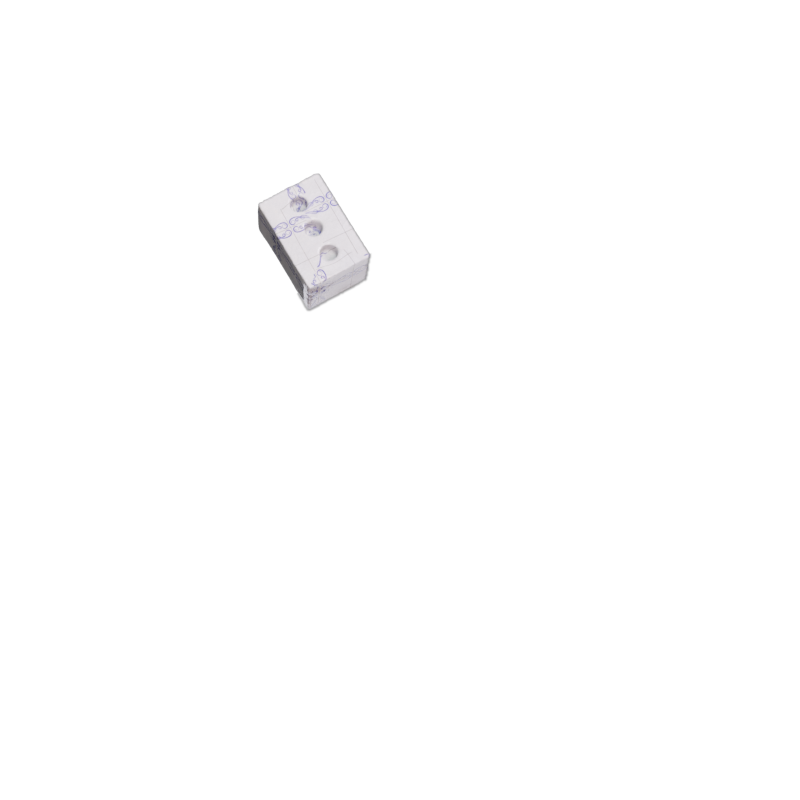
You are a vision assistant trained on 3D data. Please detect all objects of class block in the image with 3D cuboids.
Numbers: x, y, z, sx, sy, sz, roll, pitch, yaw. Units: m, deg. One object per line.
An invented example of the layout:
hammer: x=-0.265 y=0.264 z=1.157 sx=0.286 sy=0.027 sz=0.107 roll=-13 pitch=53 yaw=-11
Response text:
block: x=-0.064 y=-0.116 z=0.812 sx=0.053 sy=0.082 sz=0.049 roll=-29 pitch=-17 yaw=-11
